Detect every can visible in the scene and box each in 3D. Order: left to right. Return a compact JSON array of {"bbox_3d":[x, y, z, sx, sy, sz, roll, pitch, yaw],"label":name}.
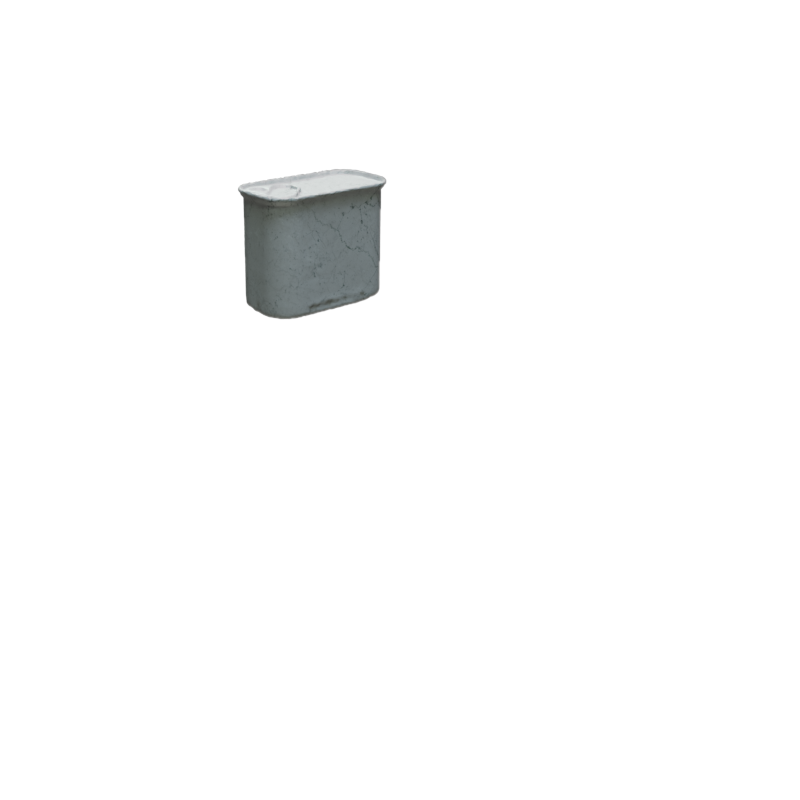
[{"bbox_3d":[-0.060,-0.109,0.761,0.100,0.081,0.061,-16,24,-38],"label":"can"}]
